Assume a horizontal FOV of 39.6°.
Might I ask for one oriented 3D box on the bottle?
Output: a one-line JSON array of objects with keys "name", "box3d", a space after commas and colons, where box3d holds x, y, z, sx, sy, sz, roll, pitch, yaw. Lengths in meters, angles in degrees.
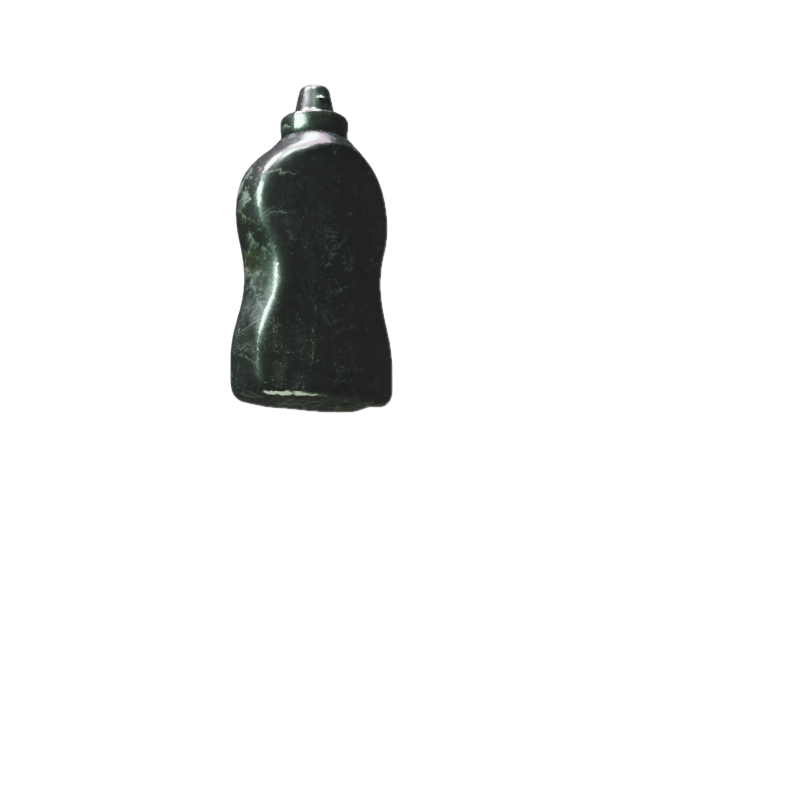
[{"name": "bottle", "box3d": [-0.050, -0.093, 0.648, 0.092, 0.199, 0.059, 9, -18, -34]}]
